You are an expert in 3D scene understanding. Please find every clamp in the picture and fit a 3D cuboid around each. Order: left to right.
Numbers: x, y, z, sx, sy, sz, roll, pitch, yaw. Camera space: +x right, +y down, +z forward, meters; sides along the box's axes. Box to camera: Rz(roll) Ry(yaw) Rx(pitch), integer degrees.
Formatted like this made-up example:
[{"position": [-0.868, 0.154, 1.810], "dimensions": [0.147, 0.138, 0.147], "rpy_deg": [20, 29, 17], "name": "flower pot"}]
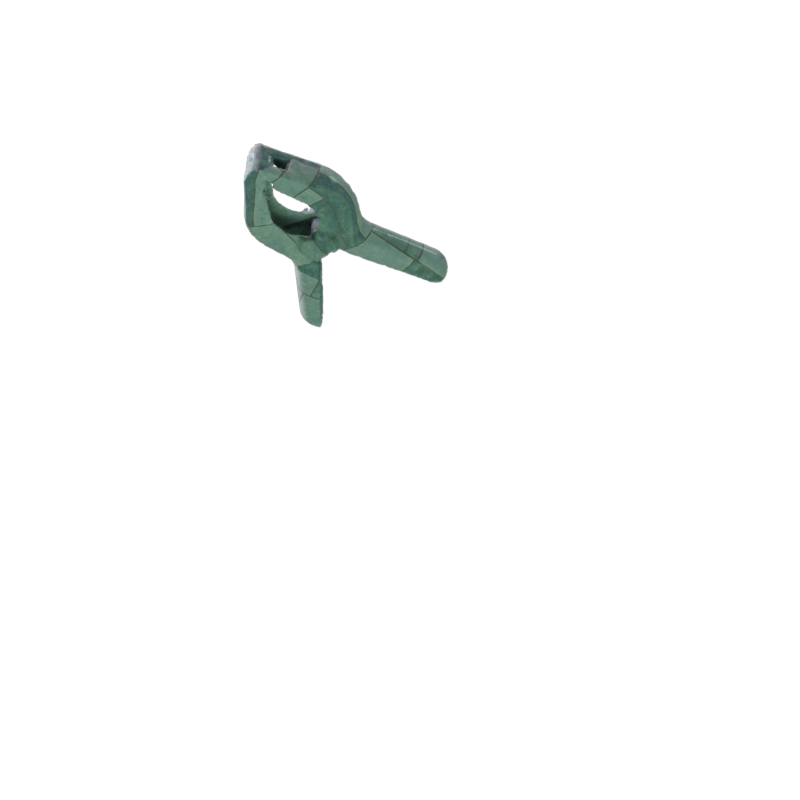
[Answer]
[{"position": [-0.061, -0.112, 0.783], "dimensions": [0.119, 0.042, 0.160], "rpy_deg": [-32, -53, 28], "name": "clamp"}]
